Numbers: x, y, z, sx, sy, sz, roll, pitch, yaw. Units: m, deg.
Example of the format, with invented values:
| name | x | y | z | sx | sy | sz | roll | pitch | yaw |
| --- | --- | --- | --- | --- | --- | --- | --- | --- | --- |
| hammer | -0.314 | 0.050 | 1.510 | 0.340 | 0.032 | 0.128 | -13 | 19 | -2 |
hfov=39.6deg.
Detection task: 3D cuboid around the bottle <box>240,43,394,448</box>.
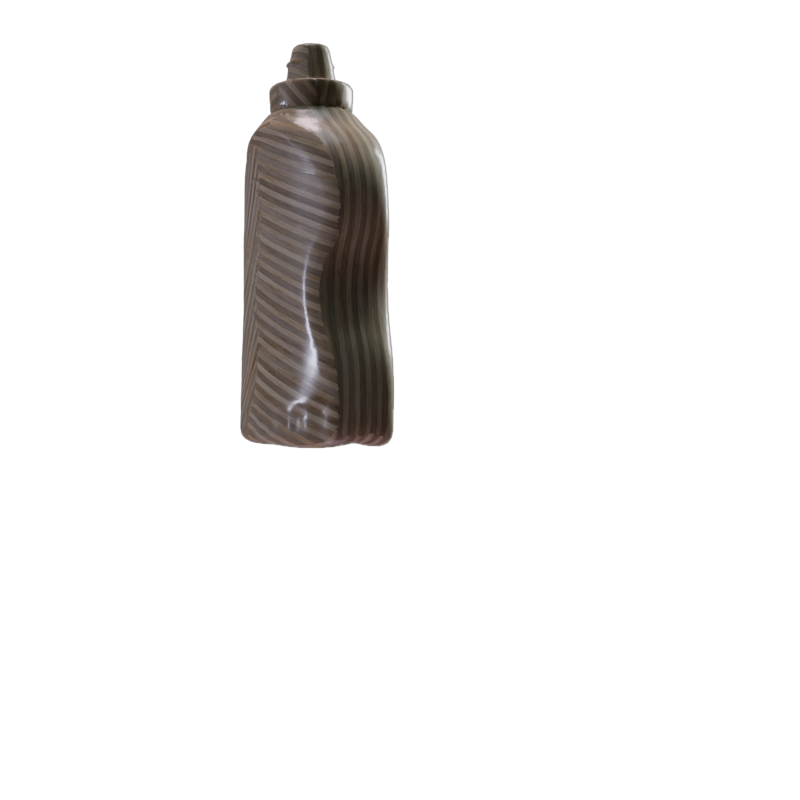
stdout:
| name | x | y | z | sx | sy | sz | roll | pitch | yaw |
| --- | --- | --- | --- | --- | --- | --- | --- | --- | --- |
| bottle | -0.042 | -0.076 | 0.532 | 0.056 | 0.195 | 0.098 | 3 | -7 | -30 |
